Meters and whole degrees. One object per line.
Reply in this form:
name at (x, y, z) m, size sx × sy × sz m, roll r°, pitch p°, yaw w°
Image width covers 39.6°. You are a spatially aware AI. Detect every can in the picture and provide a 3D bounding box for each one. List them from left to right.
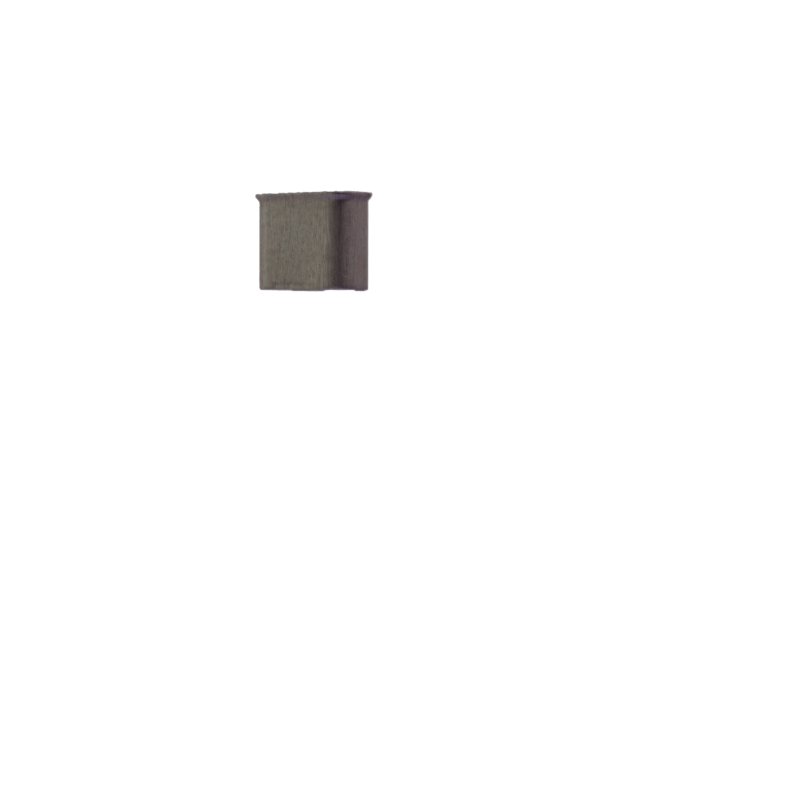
can at (-0.075, -0.136, 0.954) m, size 0.106 × 0.084 × 0.056 m, roll 3°, pitch 4°, yaw 33°
